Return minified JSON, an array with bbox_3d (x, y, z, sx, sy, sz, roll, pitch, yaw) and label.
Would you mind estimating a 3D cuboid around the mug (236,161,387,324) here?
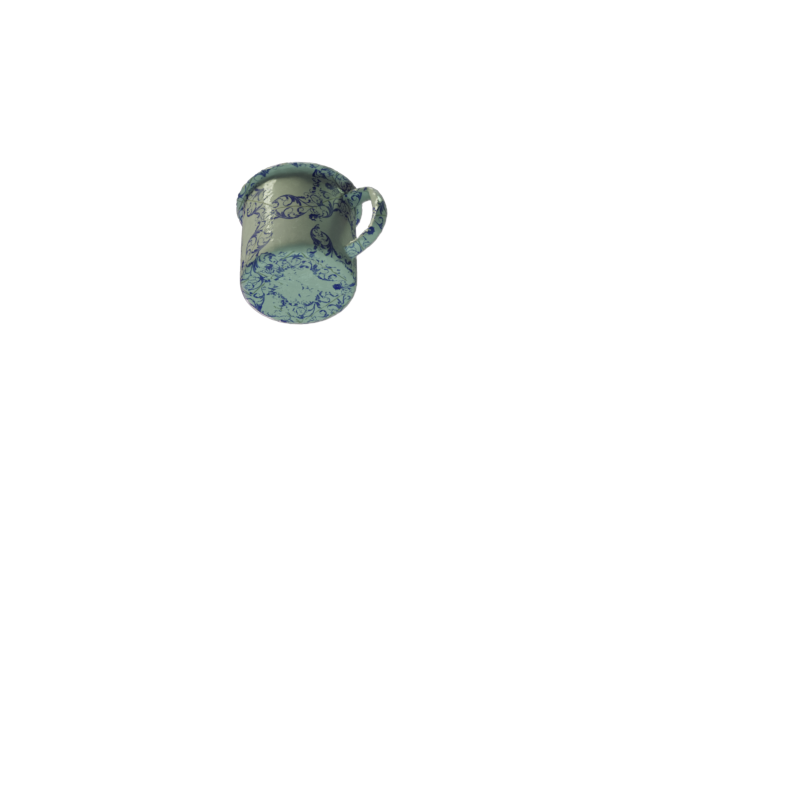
[{"bbox_3d":[-0.061,-0.112,0.782,0.118,0.087,0.086,-20,-43,21],"label":"mug"}]
